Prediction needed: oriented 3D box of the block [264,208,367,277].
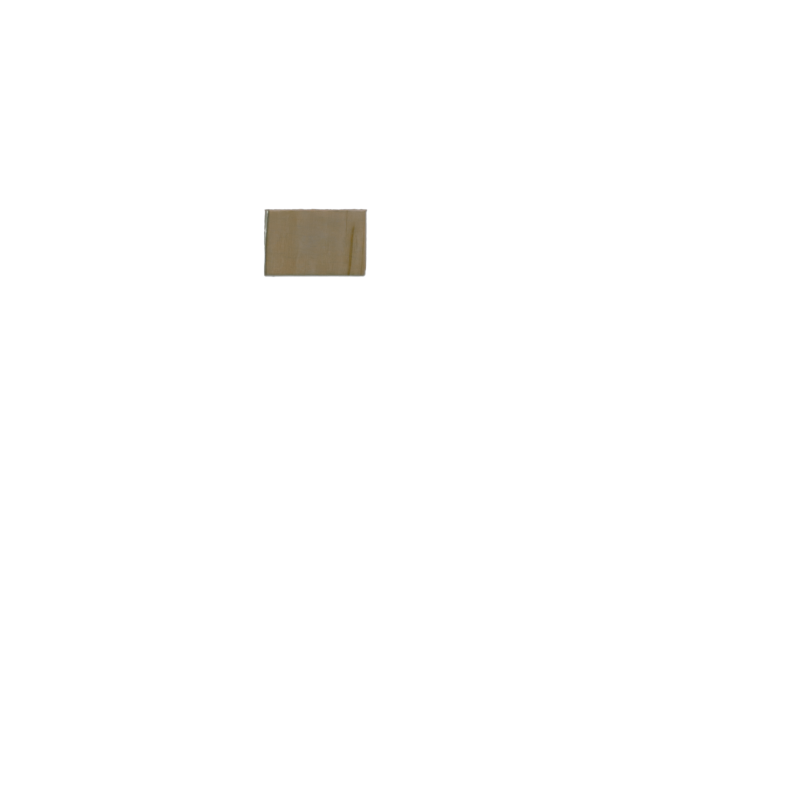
[{"bbox_3d":[-0.067,-0.122,0.856,0.077,0.051,0.054,-1,7,-6],"label":"block"}]
